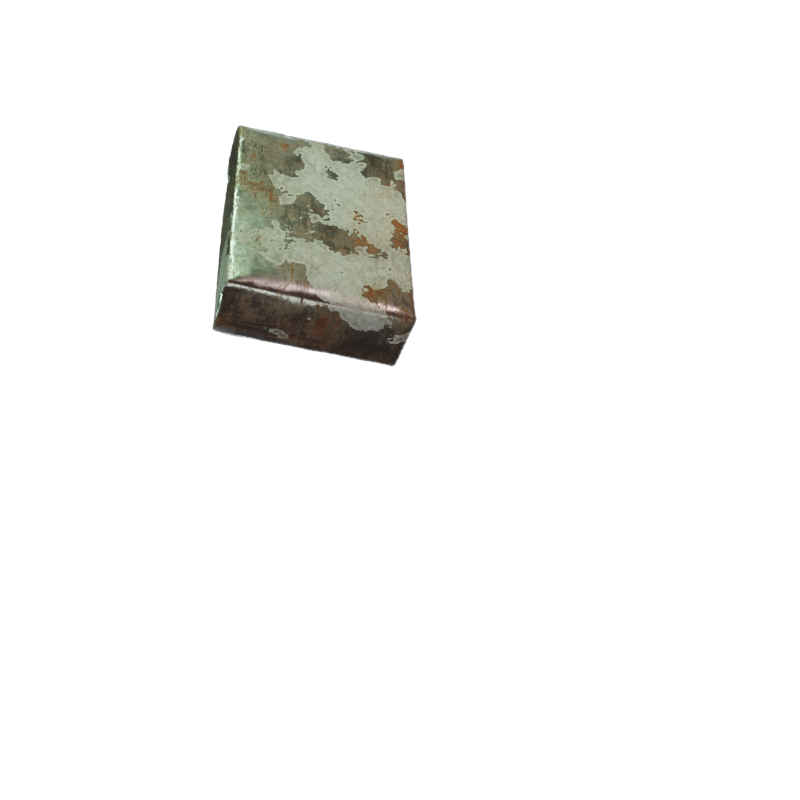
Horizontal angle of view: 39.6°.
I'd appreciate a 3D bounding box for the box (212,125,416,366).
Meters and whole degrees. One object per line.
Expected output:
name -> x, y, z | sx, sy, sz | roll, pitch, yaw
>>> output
box -> -0.078, -0.142, 0.992 | 0.161, 0.230, 0.068 | 9, -45, -12
